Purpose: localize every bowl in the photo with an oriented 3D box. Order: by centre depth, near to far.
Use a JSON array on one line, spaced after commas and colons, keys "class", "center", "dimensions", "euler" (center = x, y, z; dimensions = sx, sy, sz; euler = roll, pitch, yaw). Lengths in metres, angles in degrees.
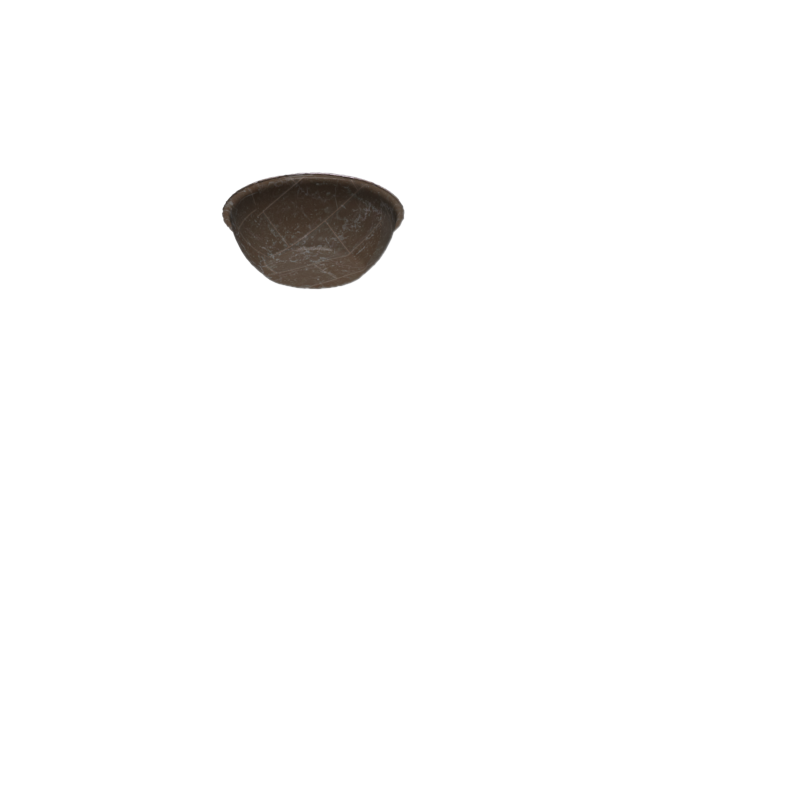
[{"class": "bowl", "center": [-0.076, -0.139, 0.973], "dimensions": [0.162, 0.058, 0.155], "euler": [0, -17, -2]}]
